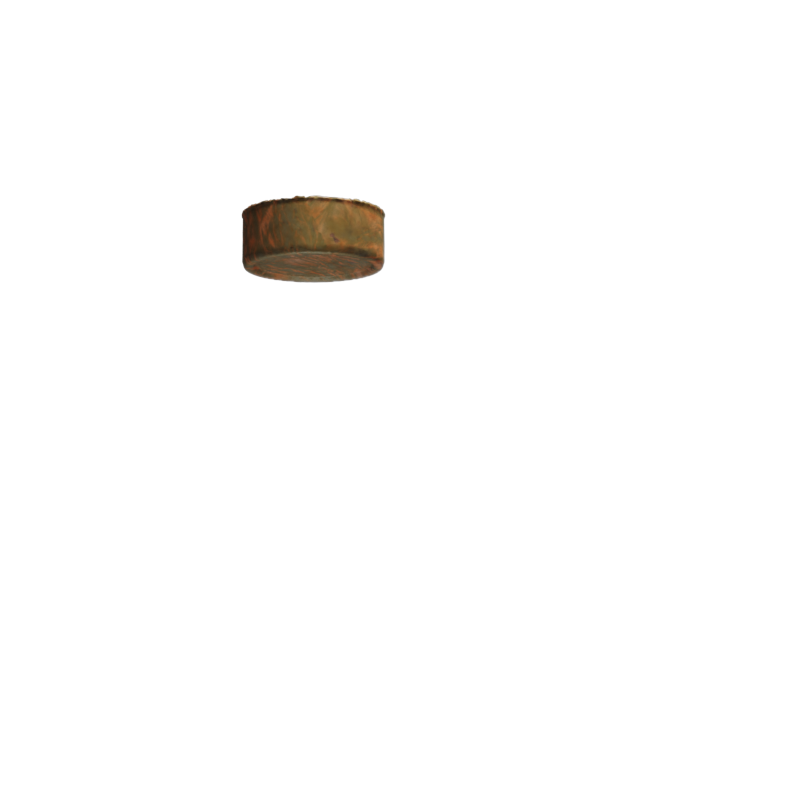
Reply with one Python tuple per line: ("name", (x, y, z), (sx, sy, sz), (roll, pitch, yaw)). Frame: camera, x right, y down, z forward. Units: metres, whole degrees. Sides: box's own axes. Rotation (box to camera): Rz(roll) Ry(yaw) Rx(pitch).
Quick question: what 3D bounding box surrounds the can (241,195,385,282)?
("can", (-0.052, -0.094, 0.659), (0.086, 0.034, 0.084), (0, -7, -2))
